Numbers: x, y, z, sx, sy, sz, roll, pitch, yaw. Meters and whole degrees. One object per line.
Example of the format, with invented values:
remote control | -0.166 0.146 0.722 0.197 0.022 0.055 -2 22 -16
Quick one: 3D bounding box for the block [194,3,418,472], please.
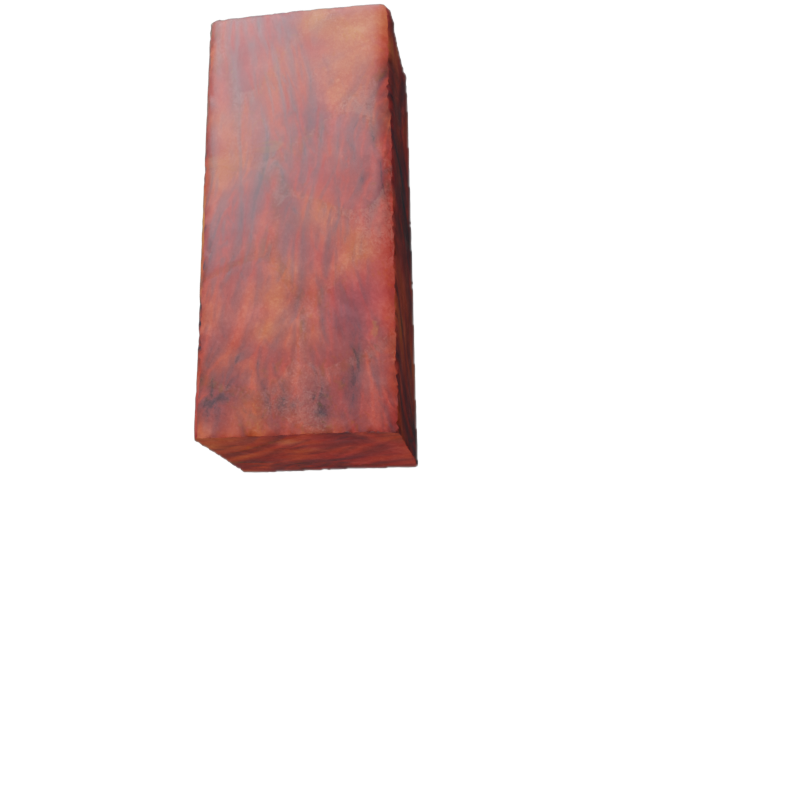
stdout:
block | -0.042 -0.077 0.539 0.091 0.216 0.086 -4 -19 8
